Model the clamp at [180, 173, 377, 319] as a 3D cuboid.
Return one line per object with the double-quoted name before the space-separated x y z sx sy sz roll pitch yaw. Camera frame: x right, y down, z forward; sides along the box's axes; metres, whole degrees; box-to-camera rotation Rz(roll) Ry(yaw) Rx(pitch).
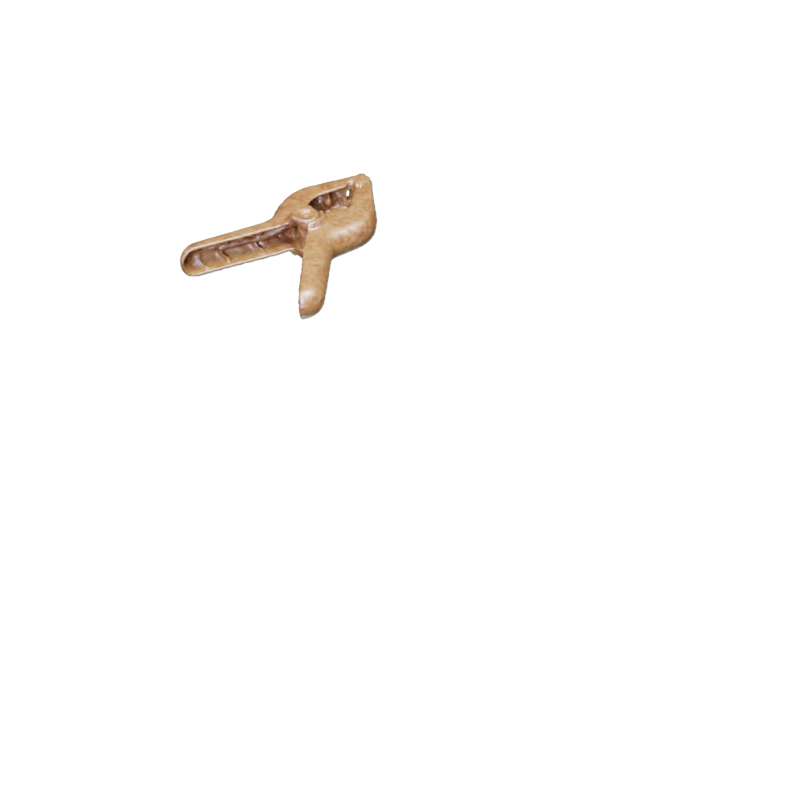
"clamp" -0.065 -0.118 0.825 0.128 0.037 0.173 31 51 29
